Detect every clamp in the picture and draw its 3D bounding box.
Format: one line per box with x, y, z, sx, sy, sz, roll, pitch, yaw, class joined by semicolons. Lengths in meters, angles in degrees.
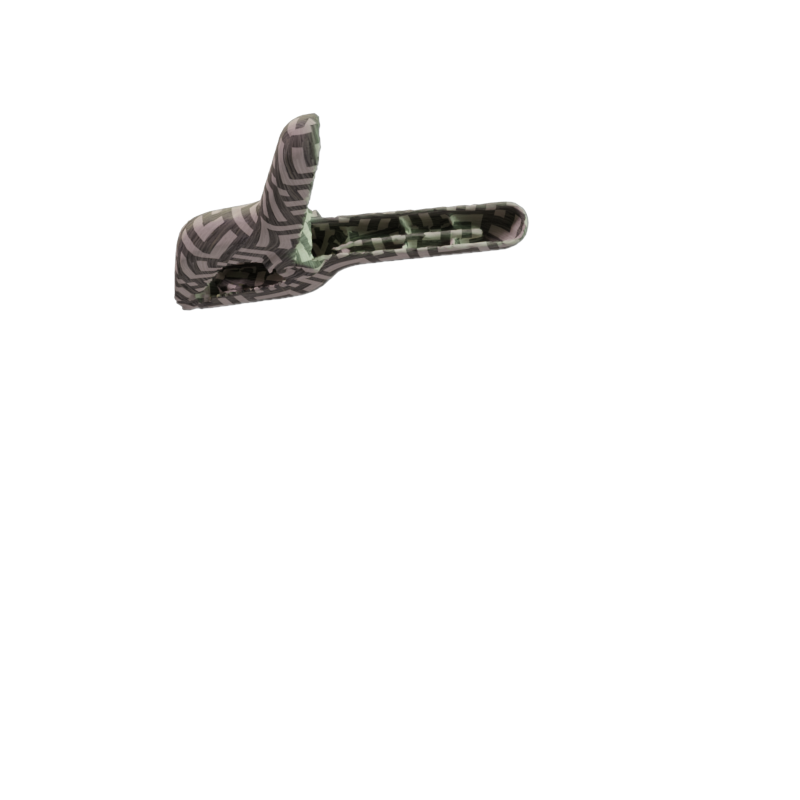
-0.048;-0.087;0.609;0.156;0.038;0.211;13;-21;-37;clamp
